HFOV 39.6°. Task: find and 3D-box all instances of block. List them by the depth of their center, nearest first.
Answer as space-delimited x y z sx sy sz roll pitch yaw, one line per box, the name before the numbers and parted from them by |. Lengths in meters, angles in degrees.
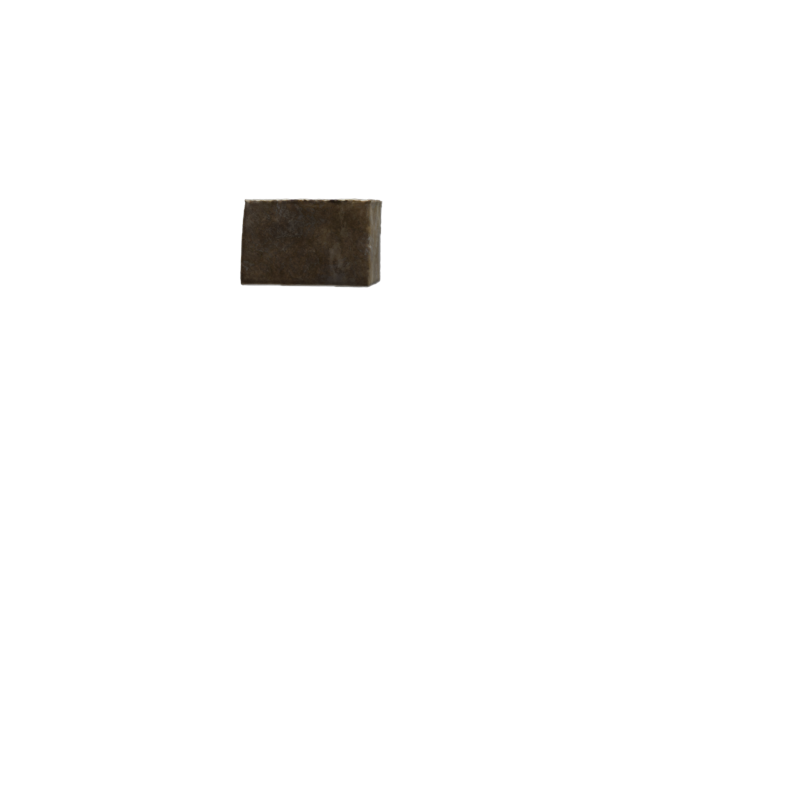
block | -0.052 -0.095 0.667 0.079 0.051 0.053 1 6 9
